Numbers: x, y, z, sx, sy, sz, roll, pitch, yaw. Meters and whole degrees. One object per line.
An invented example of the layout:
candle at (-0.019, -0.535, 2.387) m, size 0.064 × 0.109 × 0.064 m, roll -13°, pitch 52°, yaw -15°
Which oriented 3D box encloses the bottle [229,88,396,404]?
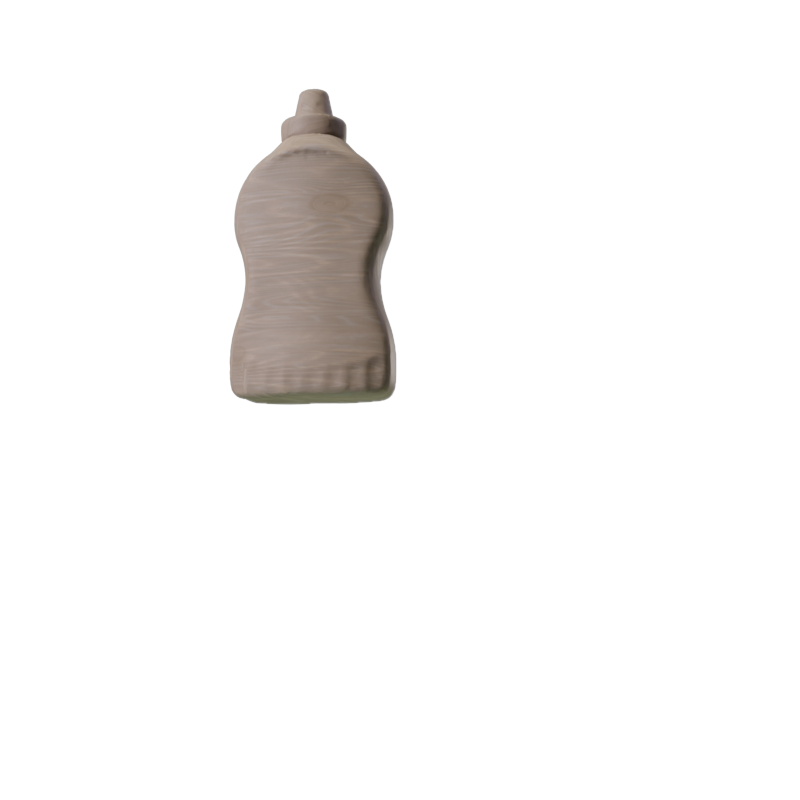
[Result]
bottle at (-0.052, -0.096, 0.671) m, size 0.097 × 0.198 × 0.056 m, roll -3°, pitch -13°, yaw 12°
